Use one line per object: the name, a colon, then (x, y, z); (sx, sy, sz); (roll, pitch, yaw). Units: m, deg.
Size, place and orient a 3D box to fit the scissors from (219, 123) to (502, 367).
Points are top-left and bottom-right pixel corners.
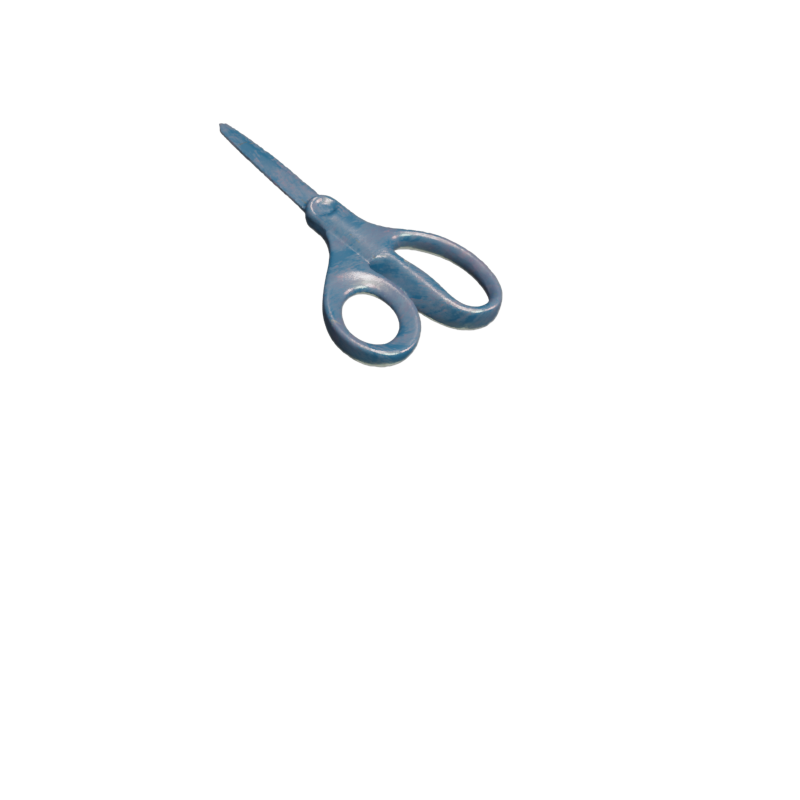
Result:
scissors: (-0.045, -0.082, 0.573); (0.212, 0.015, 0.098); (29, 54, 23)
